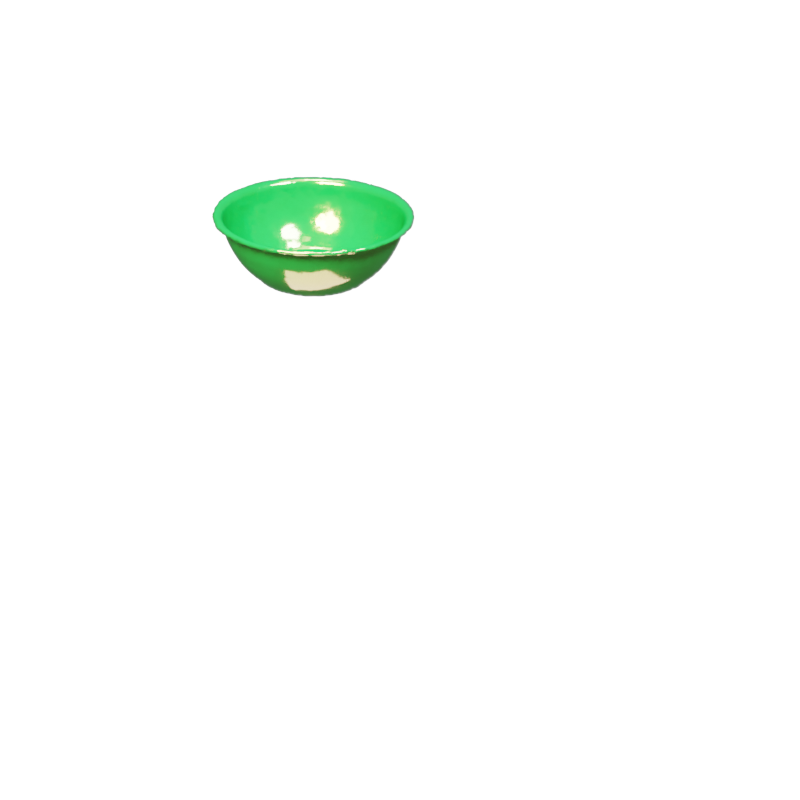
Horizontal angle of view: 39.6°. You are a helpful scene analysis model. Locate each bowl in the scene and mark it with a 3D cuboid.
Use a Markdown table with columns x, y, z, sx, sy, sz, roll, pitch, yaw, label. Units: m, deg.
| x | y | z | sx | sy | sz | roll | pitch | yaw | label |
| --- | --- | --- | --- | --- | --- | --- | --- | --- | --- |
| -0.070 | -0.128 | 0.897 | 0.162 | 0.052 | 0.172 | -1 | 30 | -2 | bowl |
